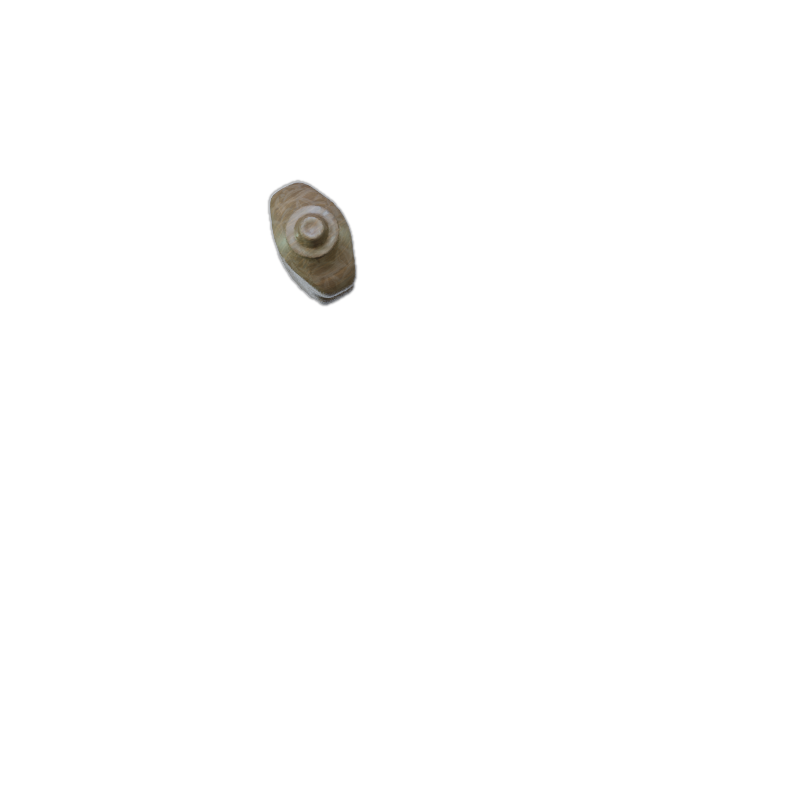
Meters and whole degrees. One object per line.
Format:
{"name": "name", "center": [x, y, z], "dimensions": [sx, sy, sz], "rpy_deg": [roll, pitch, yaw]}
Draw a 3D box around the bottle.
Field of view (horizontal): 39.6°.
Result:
{"name": "bottle", "center": [-0.071, -0.129, 0.903], "dimensions": [0.058, 0.097, 0.191], "rpy_deg": [-27, 2, -3]}
